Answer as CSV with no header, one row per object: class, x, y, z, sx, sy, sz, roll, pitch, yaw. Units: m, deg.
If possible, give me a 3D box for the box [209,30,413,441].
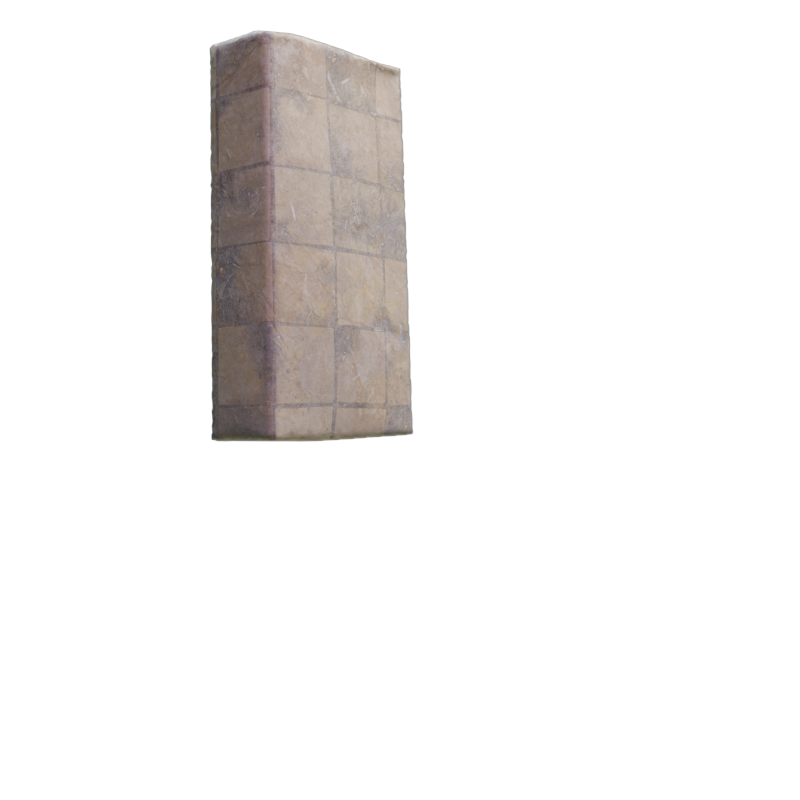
box,-0.039,-0.072,0.503,0.049,0.179,0.089,-6,-7,42
